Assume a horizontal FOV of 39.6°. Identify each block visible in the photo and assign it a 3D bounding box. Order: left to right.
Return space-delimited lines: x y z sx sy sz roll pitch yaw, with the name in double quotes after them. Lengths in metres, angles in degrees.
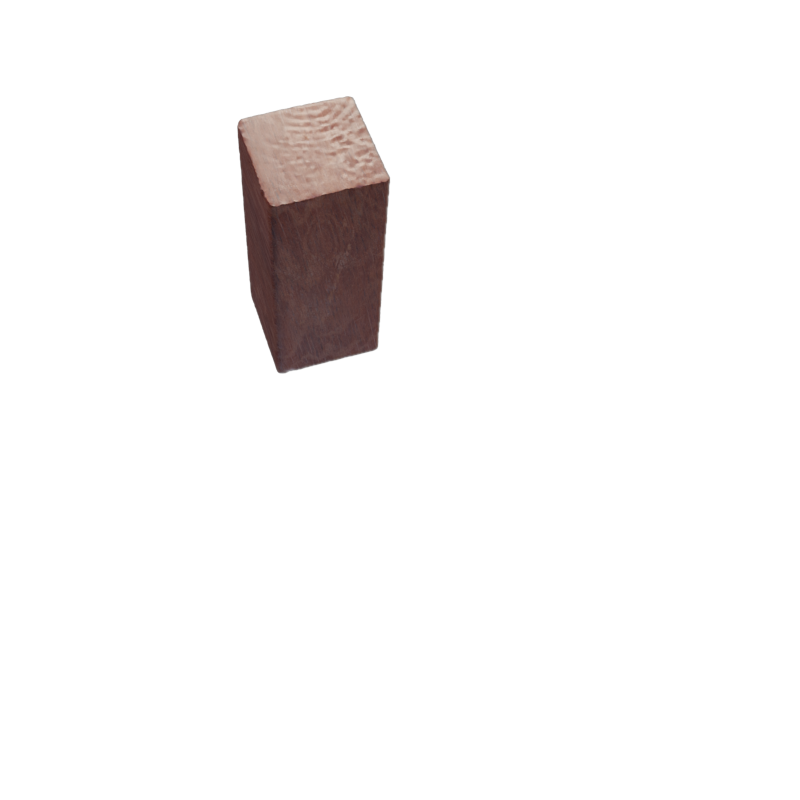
-0.068 -0.122 0.854 0.089 0.098 0.193 -14 -32 -13 "block"
